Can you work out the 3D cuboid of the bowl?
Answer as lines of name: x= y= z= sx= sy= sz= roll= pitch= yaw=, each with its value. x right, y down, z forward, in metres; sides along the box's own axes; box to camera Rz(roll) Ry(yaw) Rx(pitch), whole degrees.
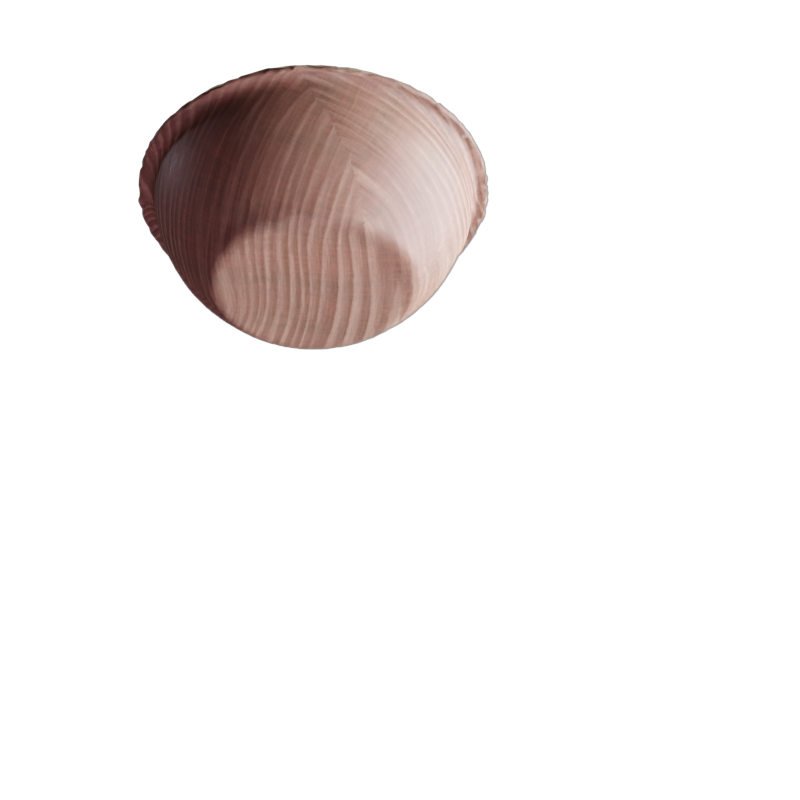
bowl: x=-0.039 y=-0.071 z=0.498 sx=0.162 sy=0.059 sz=0.151 roll=1 pitch=-37 yaw=-2
